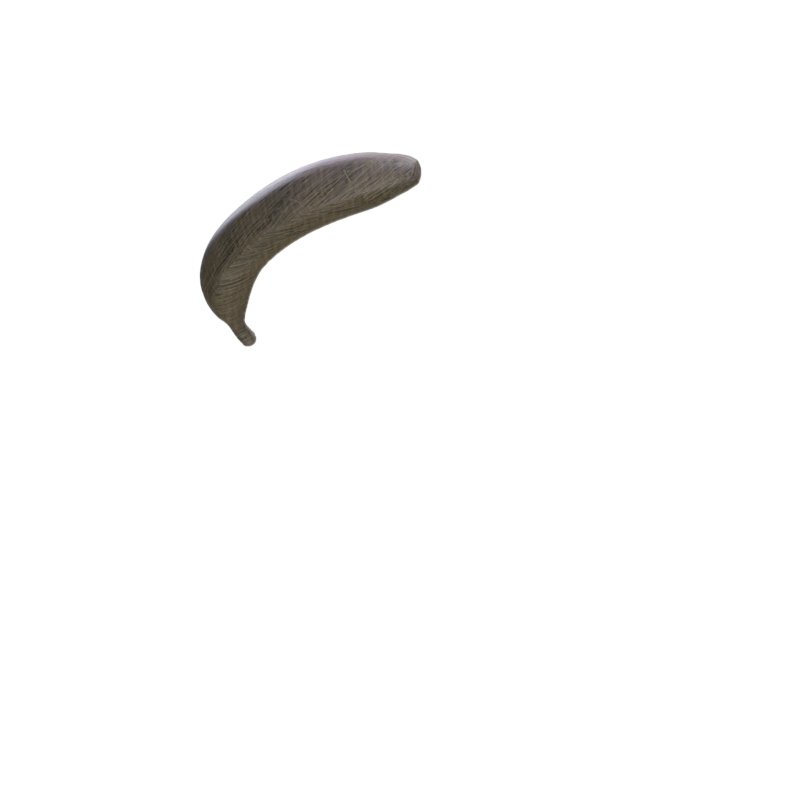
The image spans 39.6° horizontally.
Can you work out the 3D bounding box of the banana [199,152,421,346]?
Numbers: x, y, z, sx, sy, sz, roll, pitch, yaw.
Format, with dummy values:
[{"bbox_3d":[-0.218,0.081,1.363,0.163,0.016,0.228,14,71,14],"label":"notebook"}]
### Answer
[{"bbox_3d":[-0.071,-0.101,0.677,0.066,0.039,0.194,22,-40,-30],"label":"banana"}]
